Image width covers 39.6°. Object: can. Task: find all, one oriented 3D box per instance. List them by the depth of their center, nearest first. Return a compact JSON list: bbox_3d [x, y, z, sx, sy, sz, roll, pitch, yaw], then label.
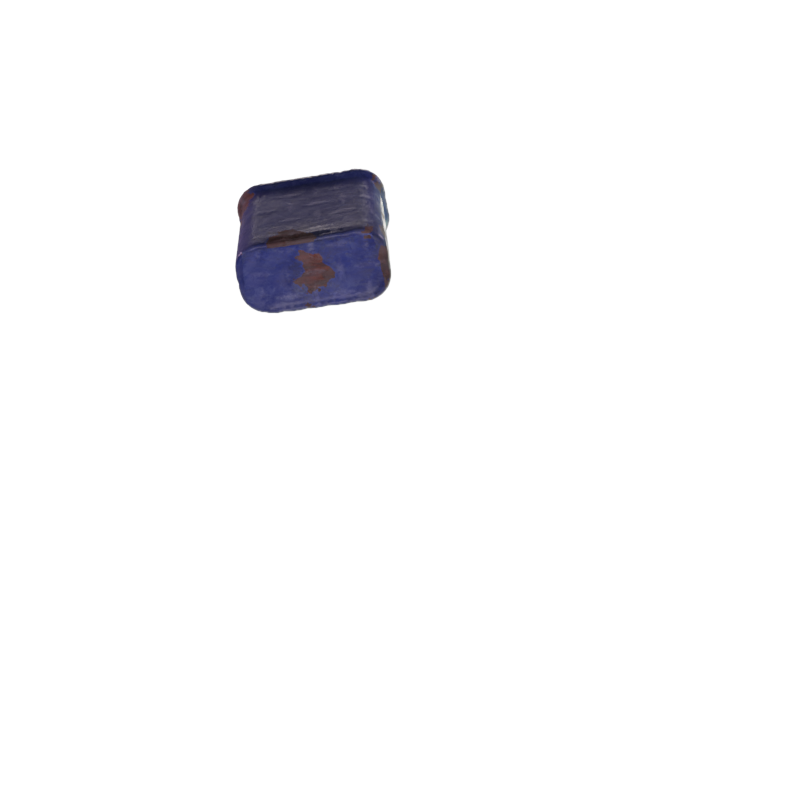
[{"bbox_3d":[-0.057,-0.103,0.725,0.102,0.054,0.089,-9,33,3],"label":"can"}]
